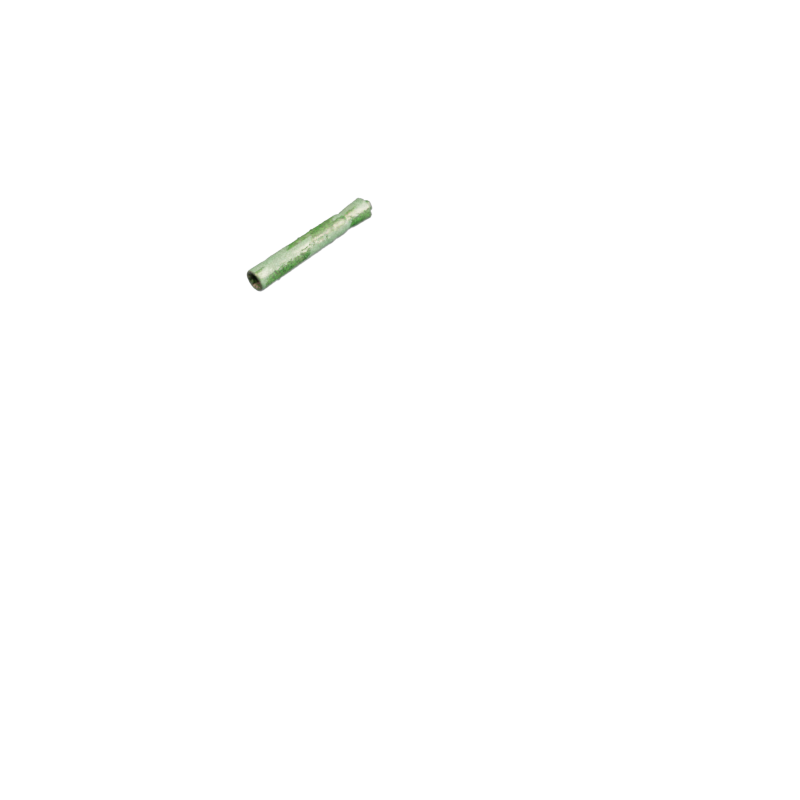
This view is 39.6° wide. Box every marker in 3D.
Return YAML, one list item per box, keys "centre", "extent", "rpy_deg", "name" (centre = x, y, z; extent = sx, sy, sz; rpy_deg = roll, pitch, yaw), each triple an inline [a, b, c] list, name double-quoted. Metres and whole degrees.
- centre: [-0.067, -0.123, 0.860]
  extent: [0.122, 0.019, 0.021]
  rpy_deg: [-38, 24, -27]
  name: "marker"
